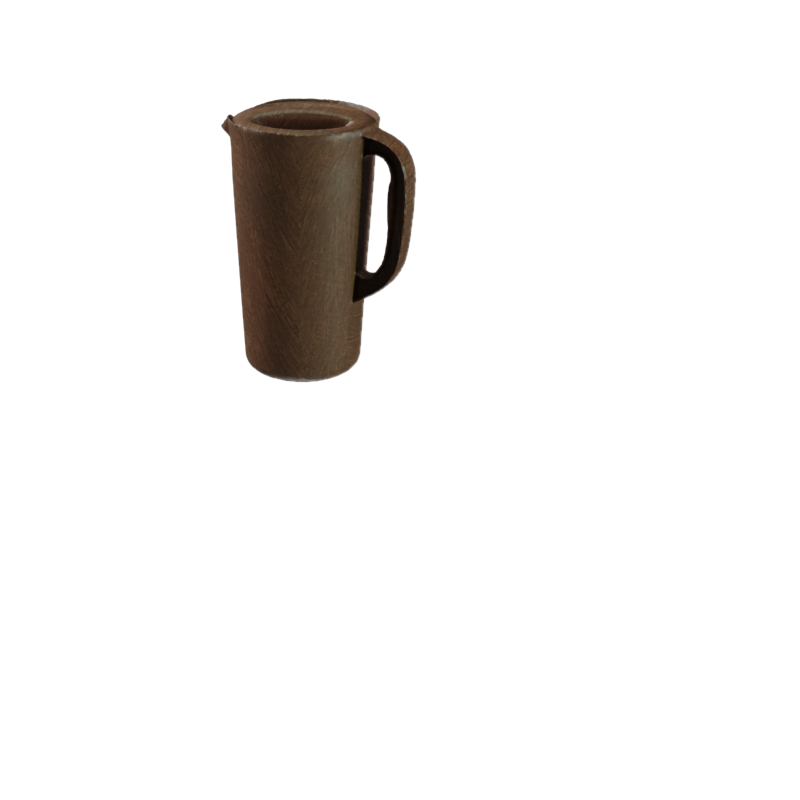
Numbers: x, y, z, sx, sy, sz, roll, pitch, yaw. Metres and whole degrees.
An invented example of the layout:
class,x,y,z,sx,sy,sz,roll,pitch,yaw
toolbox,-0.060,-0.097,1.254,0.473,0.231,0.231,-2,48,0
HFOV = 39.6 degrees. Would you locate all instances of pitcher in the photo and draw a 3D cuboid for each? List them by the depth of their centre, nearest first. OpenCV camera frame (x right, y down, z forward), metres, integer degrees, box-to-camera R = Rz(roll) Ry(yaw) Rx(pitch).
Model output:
class,x,y,z,sx,sy,sz,roll,pitch,yaw
pitcher,-0.078,-0.142,0.993,0.142,0.232,0.159,-6,24,-17
